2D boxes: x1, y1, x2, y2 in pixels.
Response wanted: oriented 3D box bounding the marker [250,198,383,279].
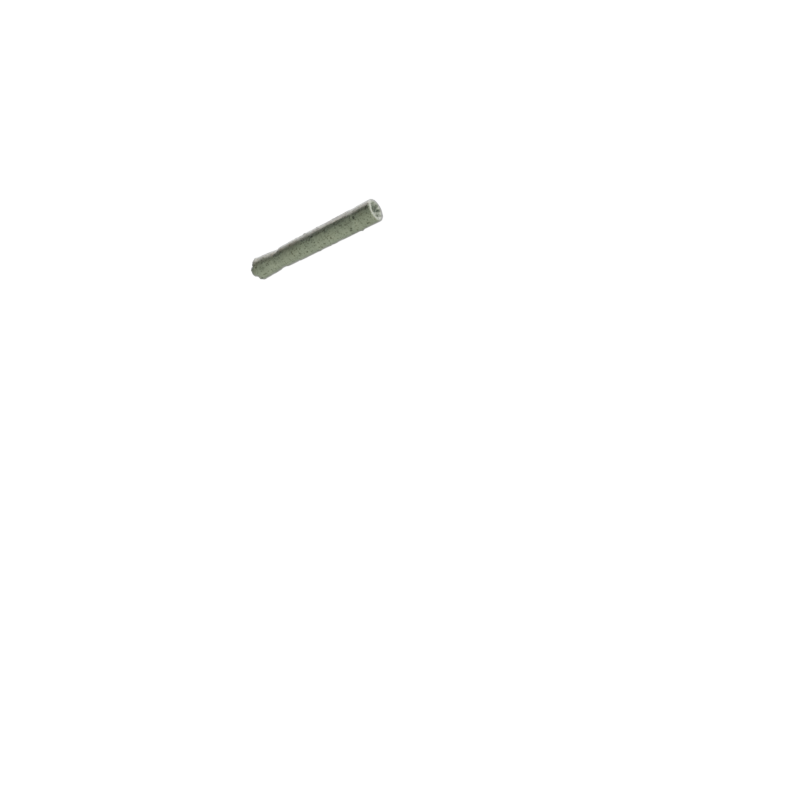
[{"bbox_3d":[-0.068,-0.123,0.864,0.121,0.020,0.019,-22,-7,28],"label":"marker"}]
